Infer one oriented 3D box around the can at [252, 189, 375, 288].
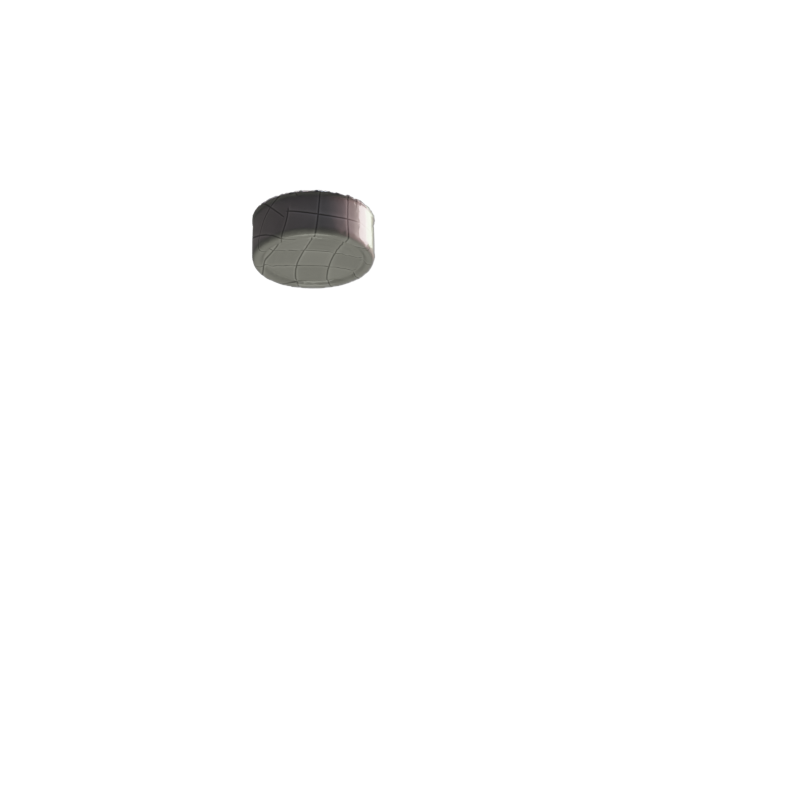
[{"bbox_3d":[-0.060,-0.109,0.766,0.086,0.035,0.081,0,-22,-2],"label":"can"}]
